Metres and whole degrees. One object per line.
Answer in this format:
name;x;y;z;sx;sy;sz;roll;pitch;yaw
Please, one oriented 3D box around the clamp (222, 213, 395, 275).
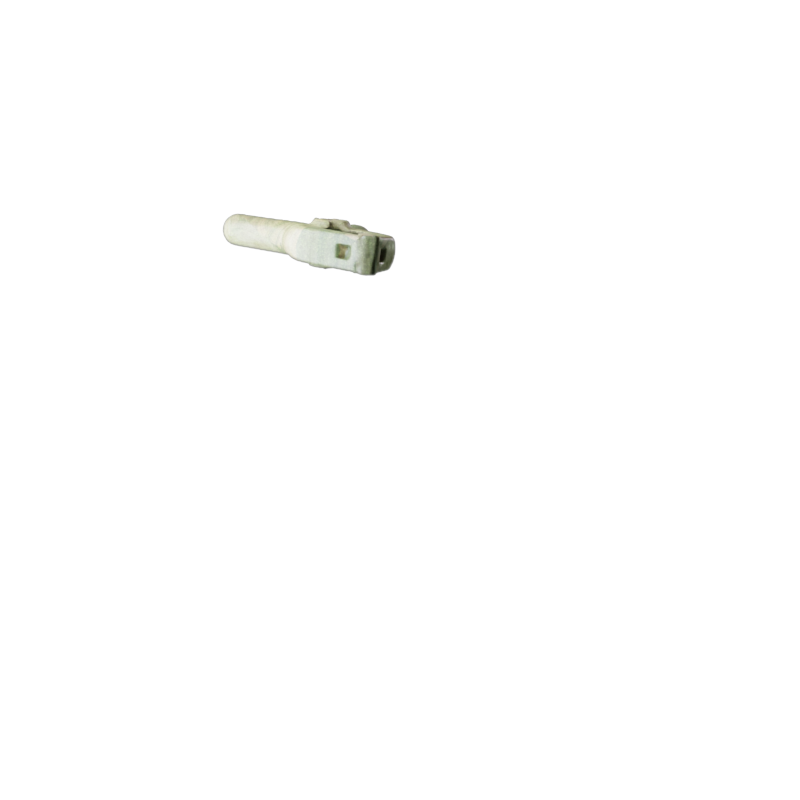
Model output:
clamp;-0.063;-0.116;0.810;0.118;0.039;0.177;-2;10;-13
